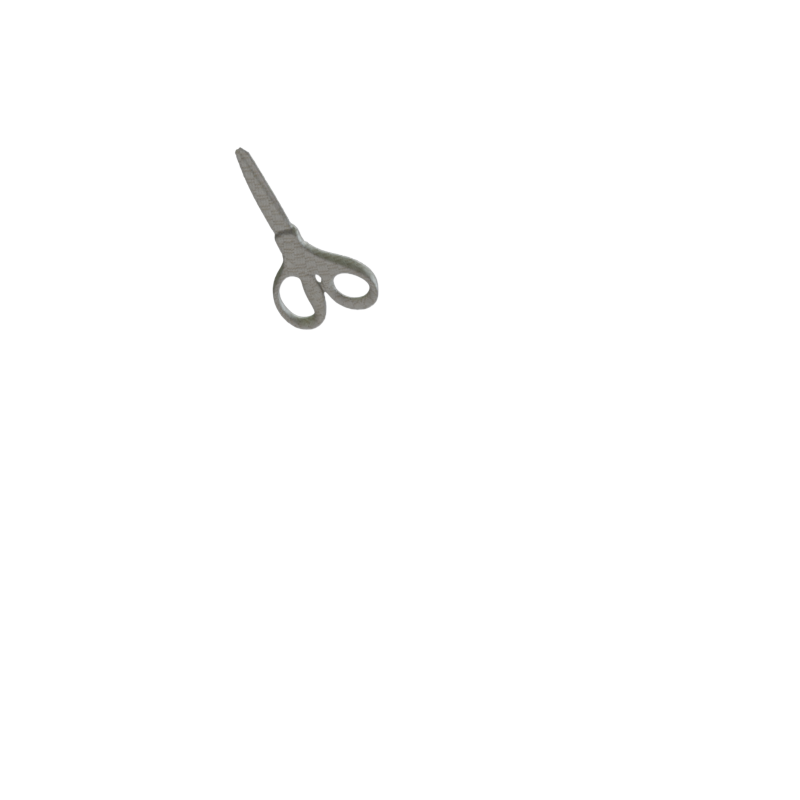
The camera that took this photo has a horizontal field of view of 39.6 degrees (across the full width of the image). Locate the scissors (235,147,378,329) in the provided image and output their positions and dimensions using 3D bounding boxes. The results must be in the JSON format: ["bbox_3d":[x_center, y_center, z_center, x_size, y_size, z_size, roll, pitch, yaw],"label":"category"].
[{"bbox_3d":[-0.068,-0.124,0.866,0.096,0.017,0.187,-2,-39,2],"label":"scissors"}]
